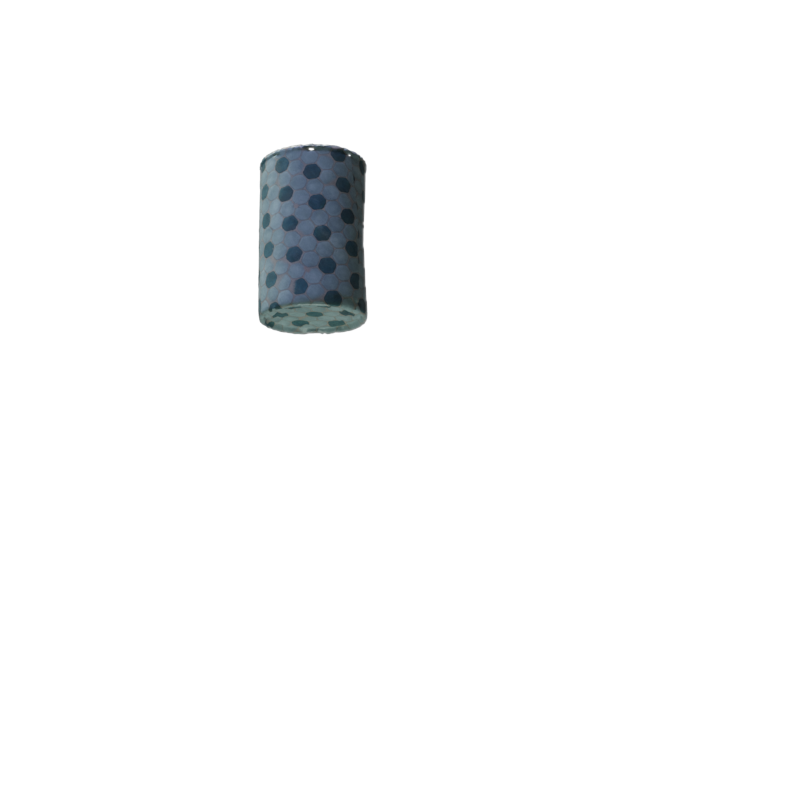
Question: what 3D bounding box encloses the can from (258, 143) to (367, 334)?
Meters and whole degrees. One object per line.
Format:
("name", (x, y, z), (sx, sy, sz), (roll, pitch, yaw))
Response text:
("can", (-0.054, -0.098, 0.685), (0.068, 0.107, 0.066), (0, -18, -2))
